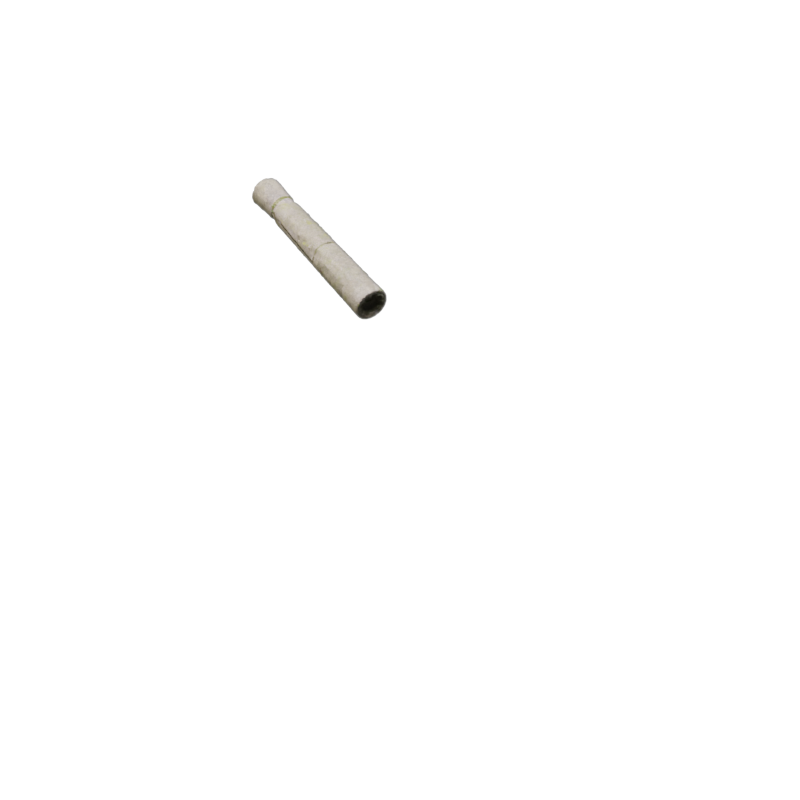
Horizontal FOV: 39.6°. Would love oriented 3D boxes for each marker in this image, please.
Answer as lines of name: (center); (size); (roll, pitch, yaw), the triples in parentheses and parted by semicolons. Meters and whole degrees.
marker: (-0.048, -0.087, 0.610); (0.019, 0.019, 0.131); (-2, 38, -38)
